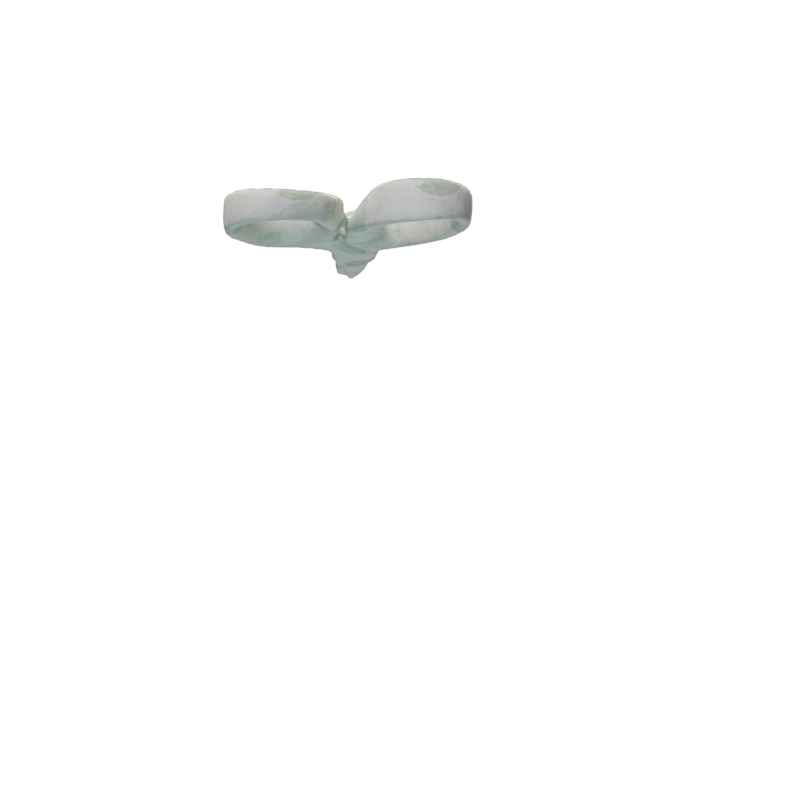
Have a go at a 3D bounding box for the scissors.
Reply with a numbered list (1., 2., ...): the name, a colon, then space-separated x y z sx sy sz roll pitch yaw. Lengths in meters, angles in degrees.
1. scissors: -0.035 -0.065 0.453 0.094 0.016 0.204 0 -1 -19
